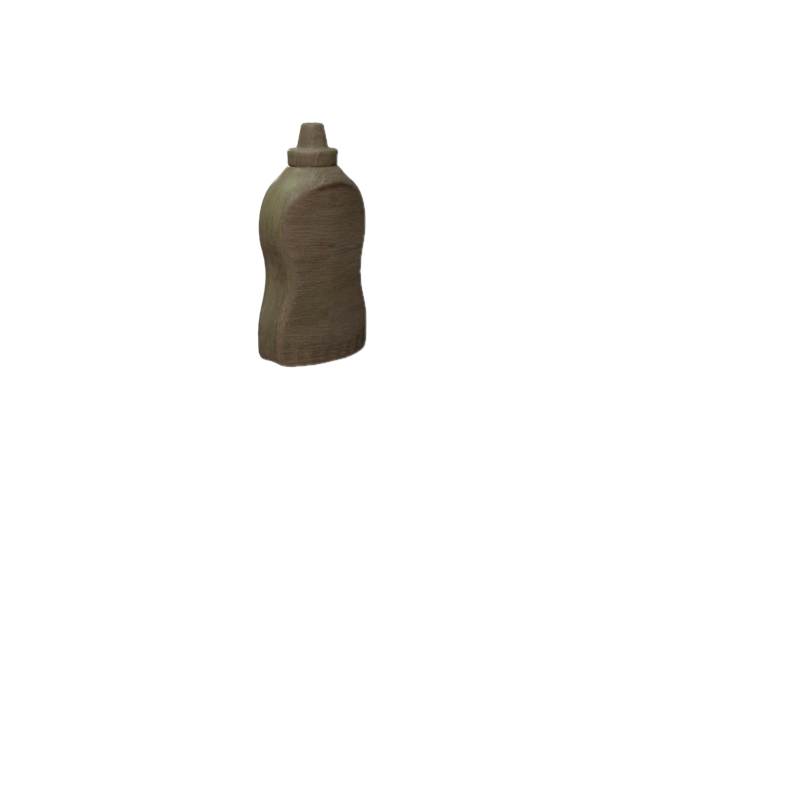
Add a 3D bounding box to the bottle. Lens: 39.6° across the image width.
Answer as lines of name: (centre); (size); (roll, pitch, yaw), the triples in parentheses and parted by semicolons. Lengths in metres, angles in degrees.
bottle: (-0.071, -0.128, 0.899); (0.093, 0.187, 0.061); (-9, 15, -40)
